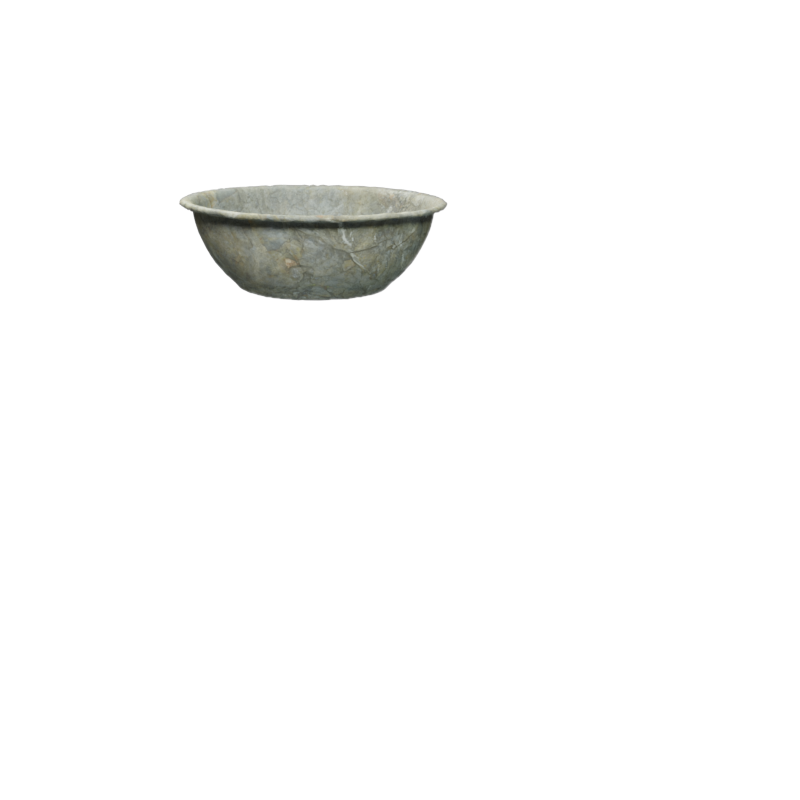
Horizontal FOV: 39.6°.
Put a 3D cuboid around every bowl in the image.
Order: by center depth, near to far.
[{"bbox_3d":[-0.053,-0.097,0.677,0.162,0.053,0.167,-1,16,-2],"label":"bowl"}]
